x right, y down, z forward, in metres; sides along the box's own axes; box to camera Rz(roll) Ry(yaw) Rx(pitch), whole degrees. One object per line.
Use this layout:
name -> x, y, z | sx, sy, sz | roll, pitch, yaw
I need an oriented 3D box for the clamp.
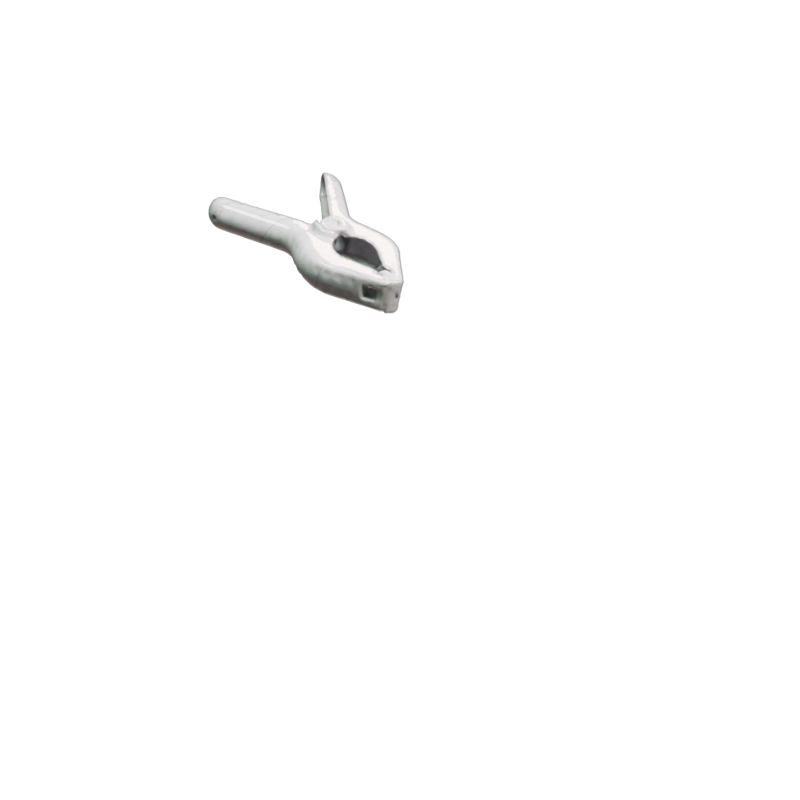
clamp -> -0.065, -0.119, 0.835 | 0.118, 0.037, 0.185 | -18, 41, -22
